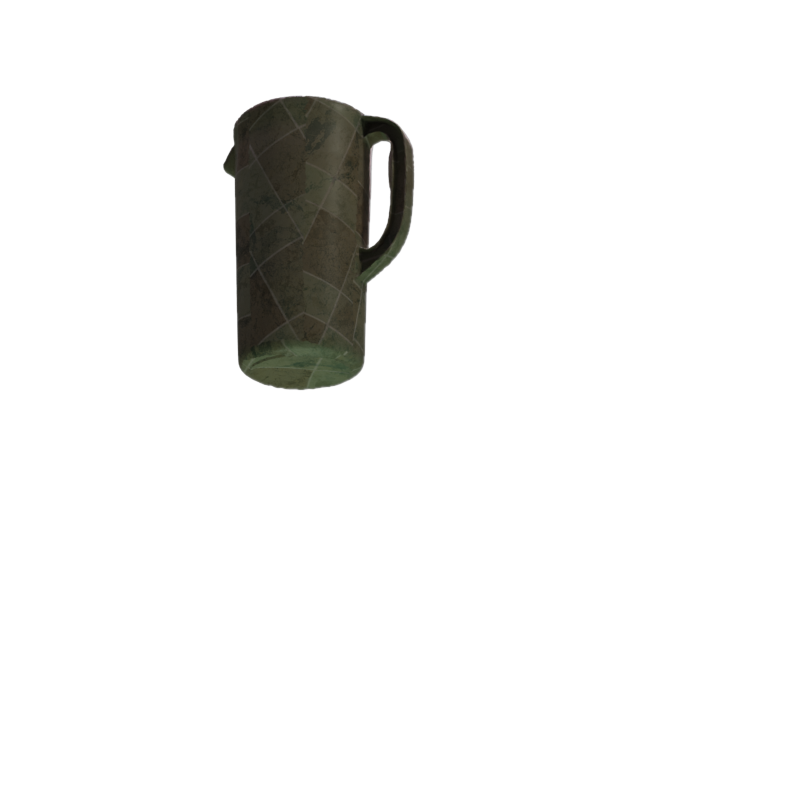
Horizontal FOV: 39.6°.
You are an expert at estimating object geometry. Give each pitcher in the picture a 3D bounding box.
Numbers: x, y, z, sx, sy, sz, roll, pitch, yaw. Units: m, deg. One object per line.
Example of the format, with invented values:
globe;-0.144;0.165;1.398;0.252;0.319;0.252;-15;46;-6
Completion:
pitcher;-0.077;-0.140;0.984;0.140;0.256;0.146;8;-25;-21
